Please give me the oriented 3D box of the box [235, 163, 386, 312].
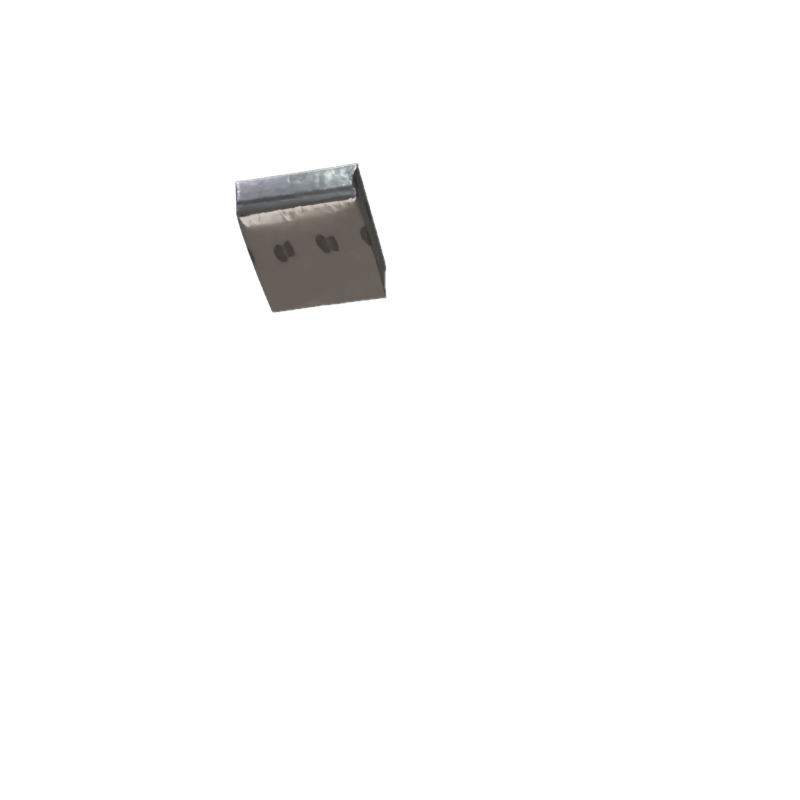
[{"bbox_3d":[-0.063,-0.115,0.802,0.091,0.042,0.105,-7,-37,8],"label":"box"}]
